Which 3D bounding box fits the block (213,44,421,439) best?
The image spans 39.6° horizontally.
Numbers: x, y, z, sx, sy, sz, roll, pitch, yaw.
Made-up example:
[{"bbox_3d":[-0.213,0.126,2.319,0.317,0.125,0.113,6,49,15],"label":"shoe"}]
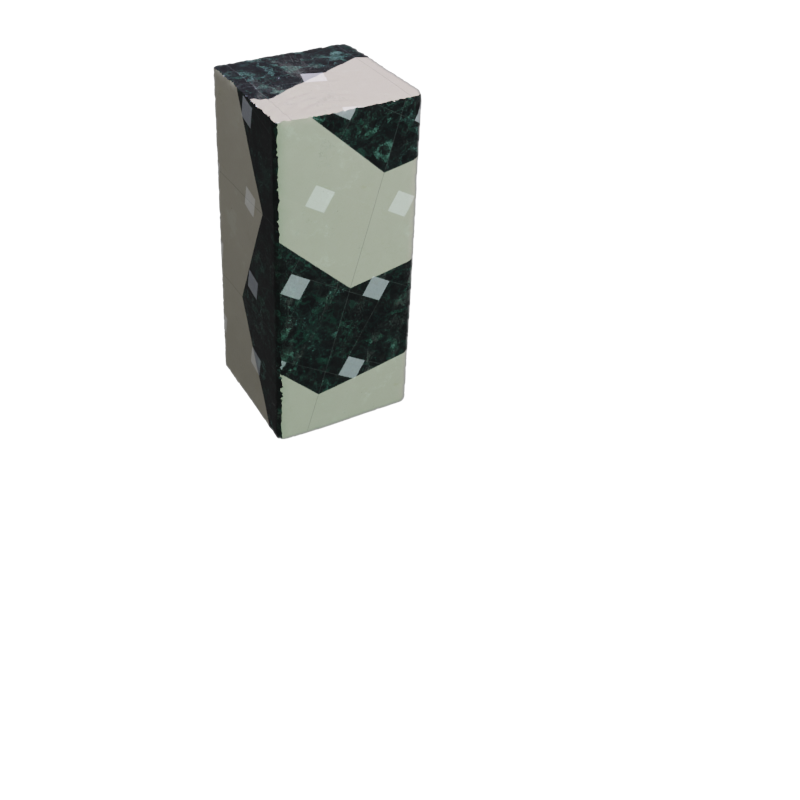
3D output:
[{"bbox_3d":[-0.051,-0.094,0.660,0.089,0.194,0.098,-15,36,-25],"label":"block"}]
